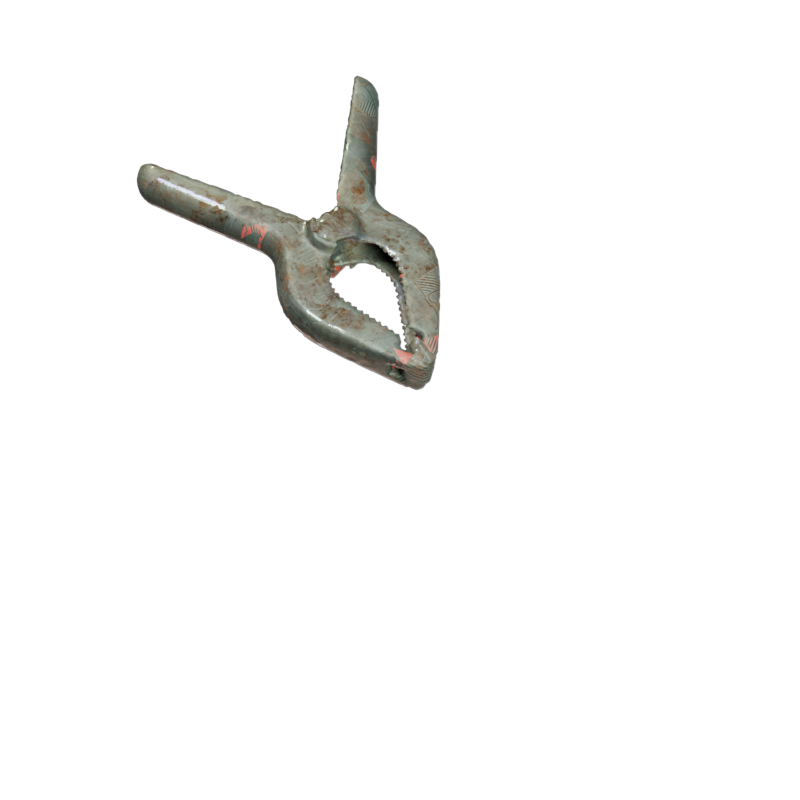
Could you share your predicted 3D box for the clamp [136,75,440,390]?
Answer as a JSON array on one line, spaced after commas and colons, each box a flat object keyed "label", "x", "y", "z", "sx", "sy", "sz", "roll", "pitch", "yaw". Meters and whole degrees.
[{"label": "clamp", "x": -0.051, "y": -0.092, "z": 0.647, "sx": 0.163, "sy": 0.225, "sz": 0.034, "roll": -21, "pitch": -29, "yaw": -12}]
